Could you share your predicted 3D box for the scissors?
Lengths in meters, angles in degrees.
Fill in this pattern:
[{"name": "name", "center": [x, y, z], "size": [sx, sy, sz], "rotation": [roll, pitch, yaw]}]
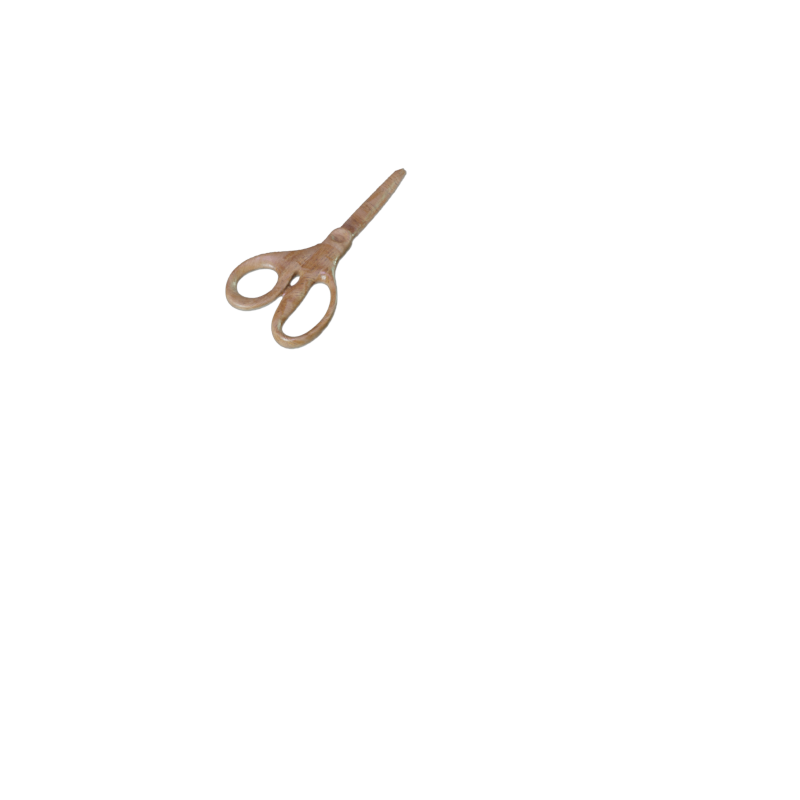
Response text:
[{"name": "scissors", "center": [-0.069, -0.126, 0.879], "size": [0.098, 0.212, 0.015], "rotation": [13, -36, 10]}]
